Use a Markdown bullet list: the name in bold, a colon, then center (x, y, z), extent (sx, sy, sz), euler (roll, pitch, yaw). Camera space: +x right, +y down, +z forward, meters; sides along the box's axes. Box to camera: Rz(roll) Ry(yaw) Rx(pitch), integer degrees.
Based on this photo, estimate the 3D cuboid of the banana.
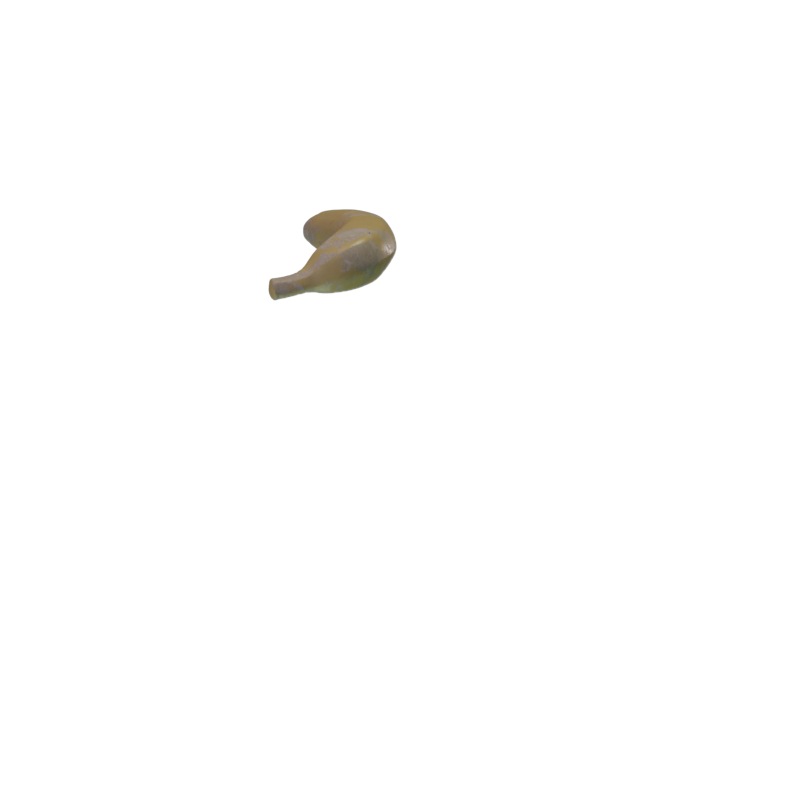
- **banana**: center (-0.037, -0.099, 0.699), extent (0.070, 0.036, 0.203), euler (1, 16, 2)
